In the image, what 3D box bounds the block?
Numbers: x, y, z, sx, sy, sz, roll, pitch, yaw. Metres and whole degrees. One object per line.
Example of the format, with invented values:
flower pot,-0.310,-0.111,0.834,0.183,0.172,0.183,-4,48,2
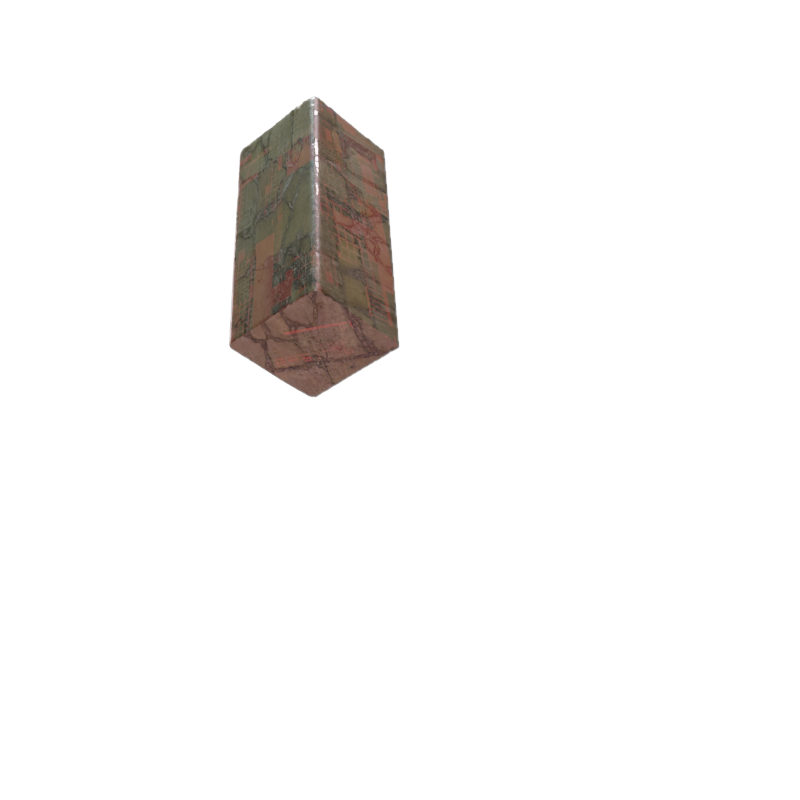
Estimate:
block,-0.067,-0.122,0.853,0.090,0.221,0.084,-32,-48,30
